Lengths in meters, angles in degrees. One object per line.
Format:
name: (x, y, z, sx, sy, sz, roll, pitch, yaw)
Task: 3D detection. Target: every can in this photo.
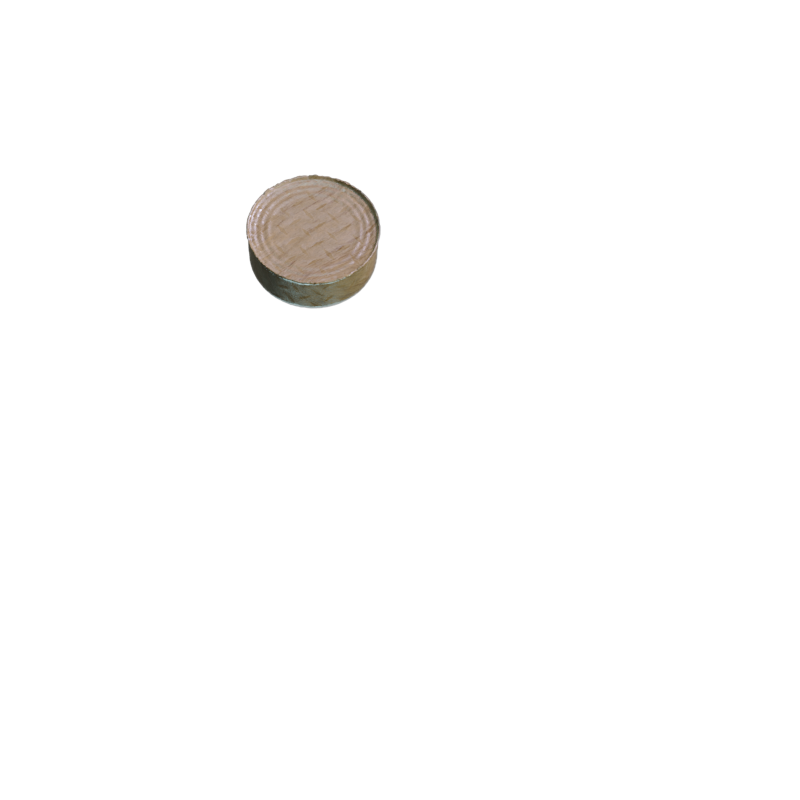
can: (-0.056, -0.103, 0.719, 0.086, 0.092, 0.031, -1, -32, -1)
